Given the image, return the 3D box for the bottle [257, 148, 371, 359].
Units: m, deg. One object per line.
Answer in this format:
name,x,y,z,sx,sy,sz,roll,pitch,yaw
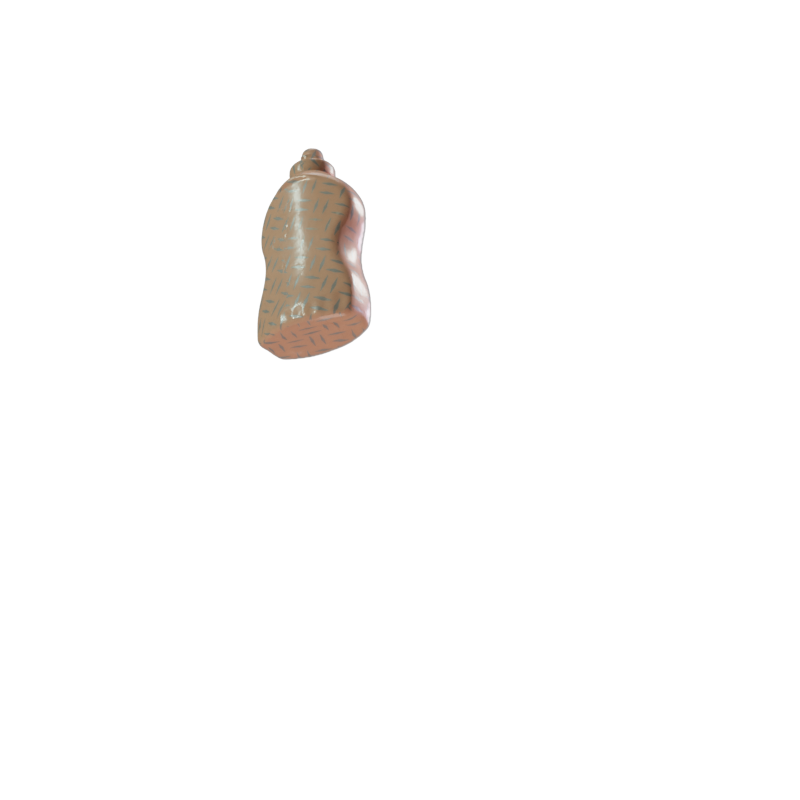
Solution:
bottle,-0.074,-0.135,0.943,0.097,0.205,0.054,-22,-37,29
